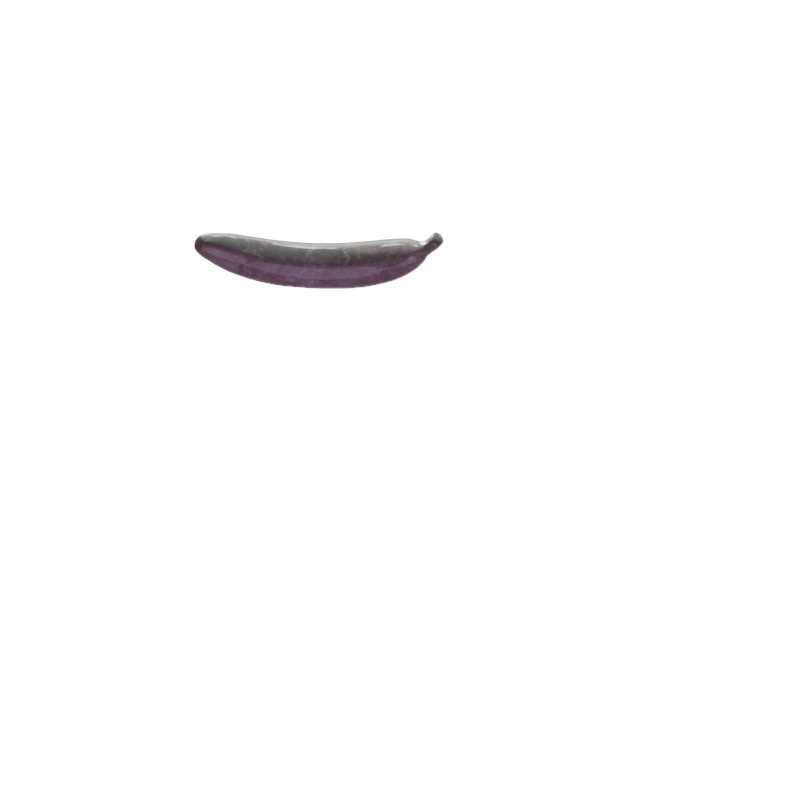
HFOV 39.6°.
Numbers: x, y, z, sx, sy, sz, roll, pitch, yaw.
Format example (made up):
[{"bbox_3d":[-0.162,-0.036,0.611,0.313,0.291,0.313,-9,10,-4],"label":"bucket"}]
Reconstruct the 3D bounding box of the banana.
[{"bbox_3d":[-0.066,-0.118,0.907,0.198,0.039,0.065,-2,-34,3],"label":"banana"}]
